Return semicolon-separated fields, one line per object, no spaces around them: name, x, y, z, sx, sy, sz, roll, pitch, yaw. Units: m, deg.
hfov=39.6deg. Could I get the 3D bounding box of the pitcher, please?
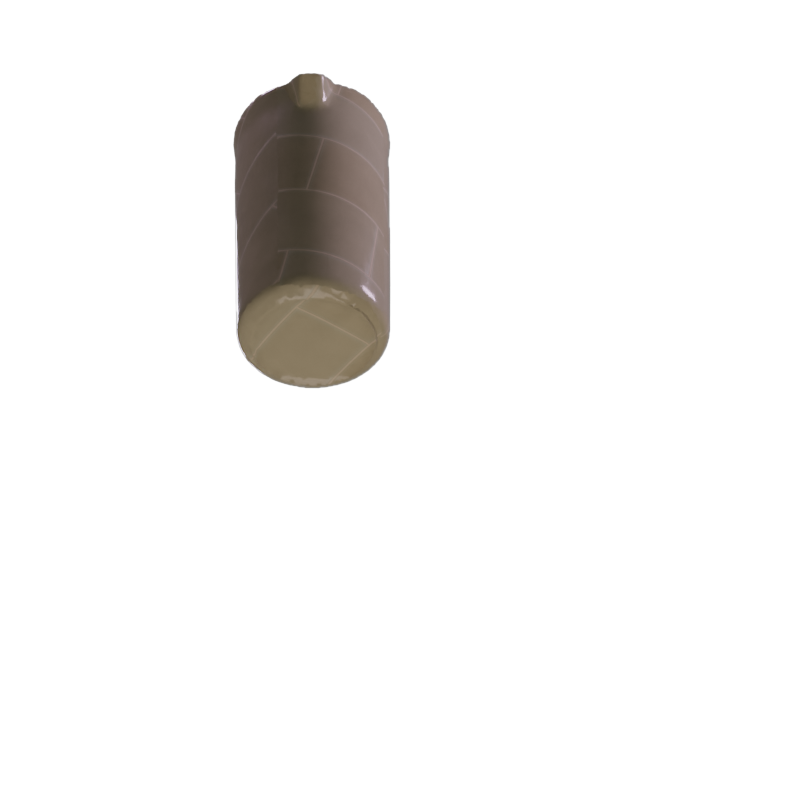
pitcher;-0.068;-0.124;0.866;0.144;0.261;0.140;-34;-52;27
